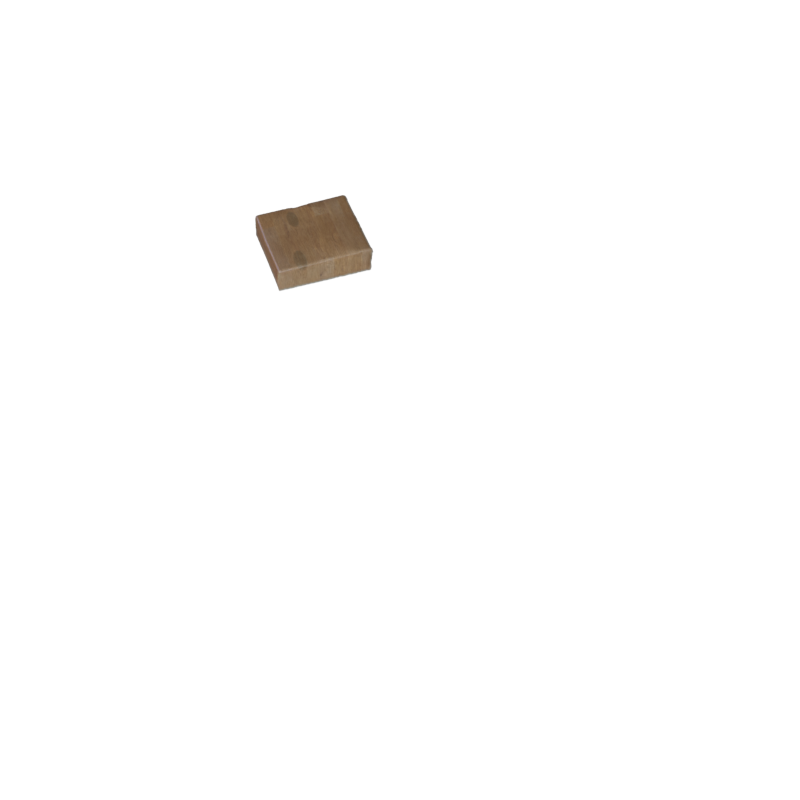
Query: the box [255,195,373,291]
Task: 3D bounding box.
[{"bbox_3d":[-0.078,-0.142,0.993,0.088,0.079,0.028,-15,-38,-12],"label":"box"}]
